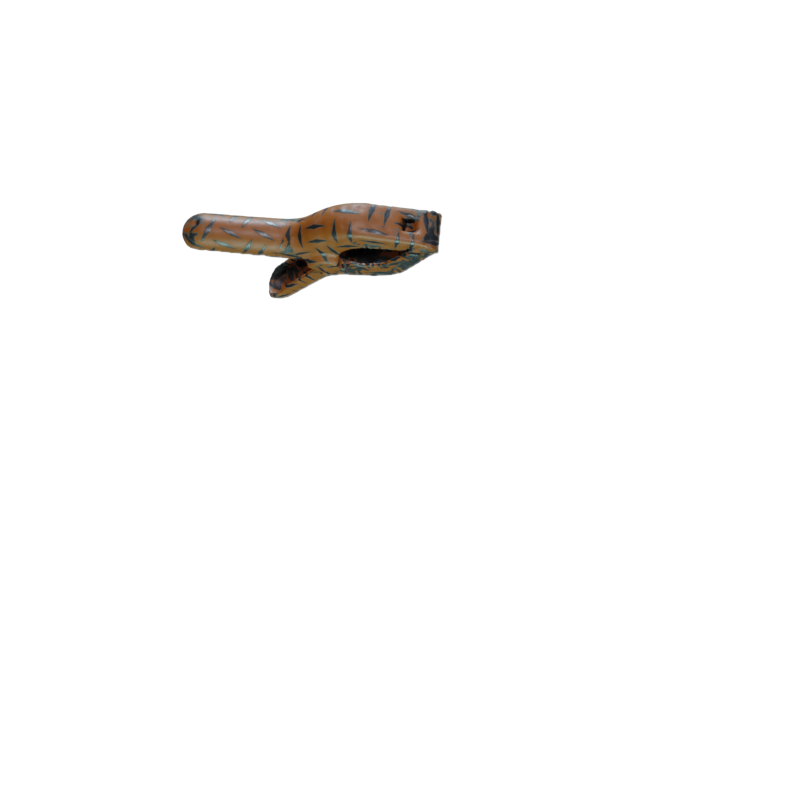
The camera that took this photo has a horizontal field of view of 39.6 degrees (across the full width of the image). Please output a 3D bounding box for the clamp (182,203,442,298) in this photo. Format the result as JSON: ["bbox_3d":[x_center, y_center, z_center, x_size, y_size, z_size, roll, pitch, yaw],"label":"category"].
[{"bbox_3d":[-0.058,-0.106,0.744,0.175,0.041,0.113,-9,-16,37],"label":"clamp"}]
